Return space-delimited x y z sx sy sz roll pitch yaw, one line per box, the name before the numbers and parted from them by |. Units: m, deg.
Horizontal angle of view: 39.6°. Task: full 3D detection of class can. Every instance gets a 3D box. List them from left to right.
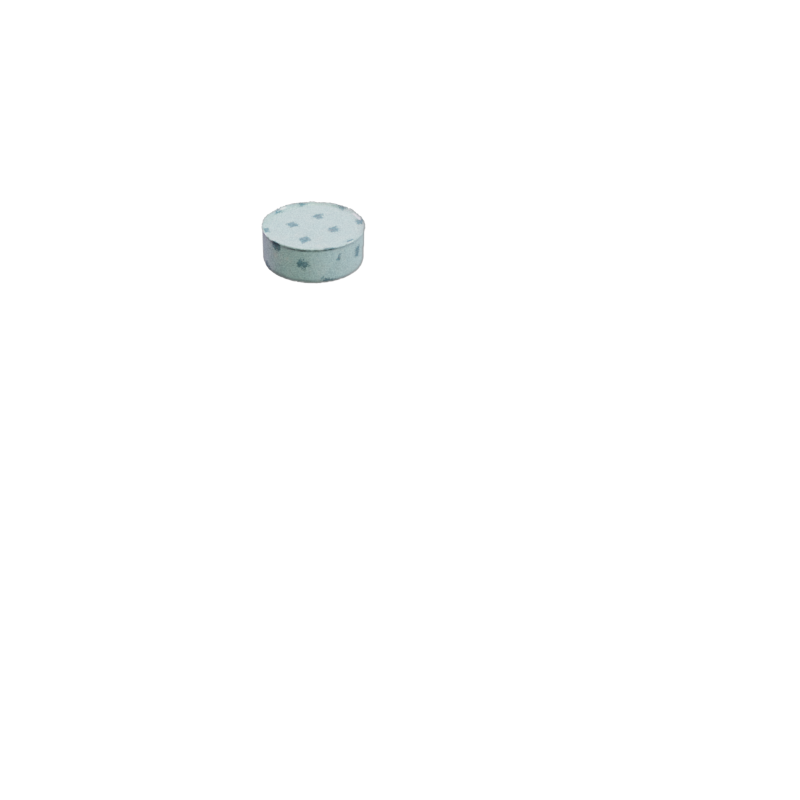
can | -0.072 -0.132 0.923 0.086 0.031 0.092 -1 34 -2
